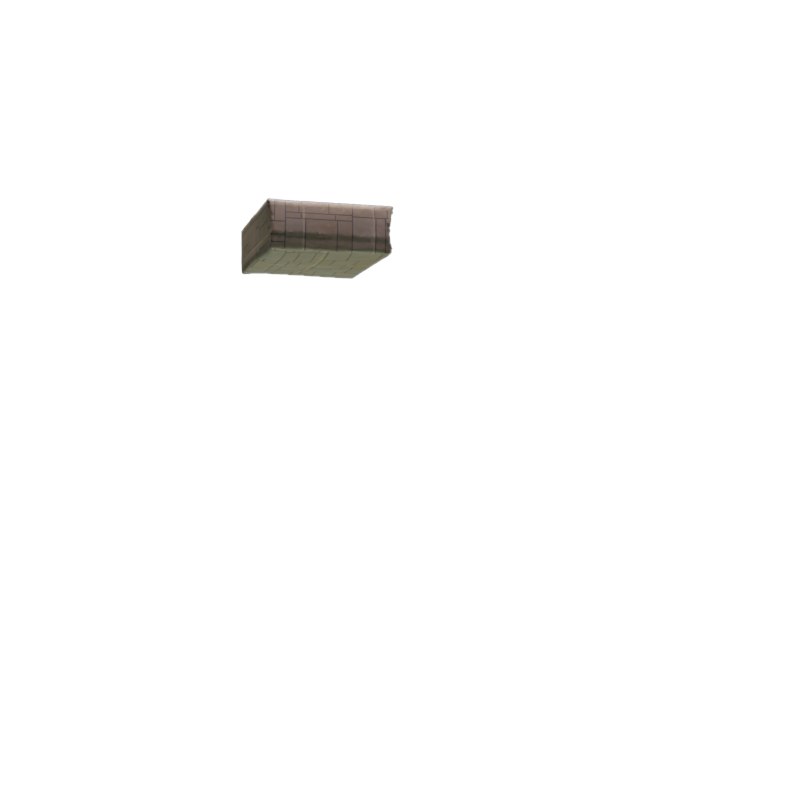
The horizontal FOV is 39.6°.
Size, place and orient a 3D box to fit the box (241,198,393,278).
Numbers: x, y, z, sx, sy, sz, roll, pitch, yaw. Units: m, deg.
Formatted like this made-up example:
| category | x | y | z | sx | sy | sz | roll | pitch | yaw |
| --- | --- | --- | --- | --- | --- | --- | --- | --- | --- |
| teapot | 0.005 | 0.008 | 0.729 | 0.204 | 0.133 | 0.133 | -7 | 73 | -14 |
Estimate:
| category | x | y | z | sx | sy | sz | roll | pitch | yaw |
| --- | --- | --- | --- | --- | --- | --- | --- | --- | --- |
| box | -0.063 | -0.115 | 0.804 | 0.088 | 0.039 | 0.114 | 1 | -2 | -16 |
